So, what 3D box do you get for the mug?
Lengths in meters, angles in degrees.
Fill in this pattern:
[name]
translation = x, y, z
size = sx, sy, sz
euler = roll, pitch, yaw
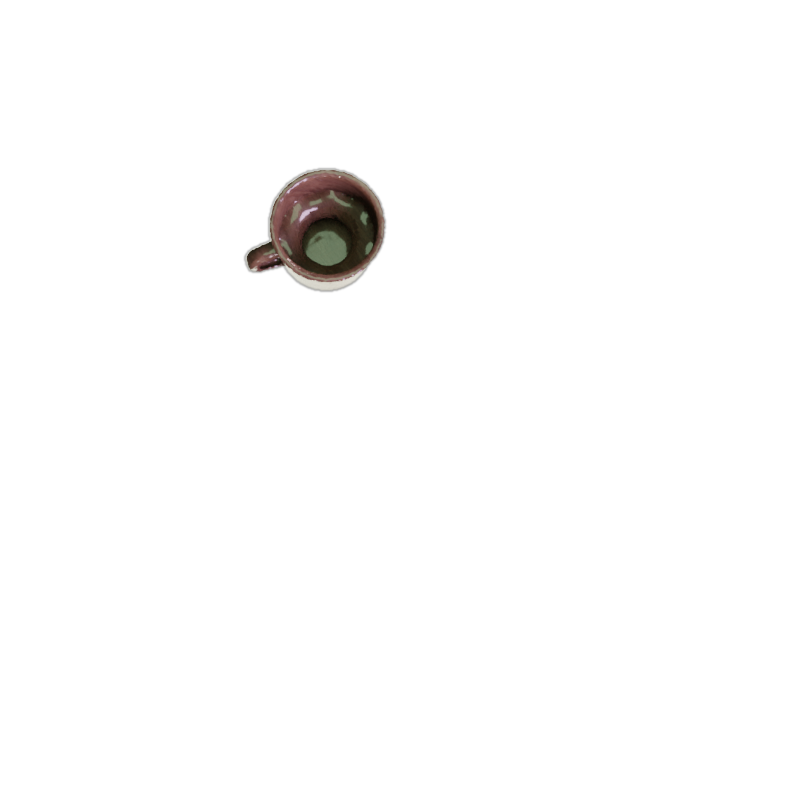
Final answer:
[mug]
translation = -0.072, -0.132, 0.922
size = 0.117, 0.096, 0.080
euler = -24, -8, -5
